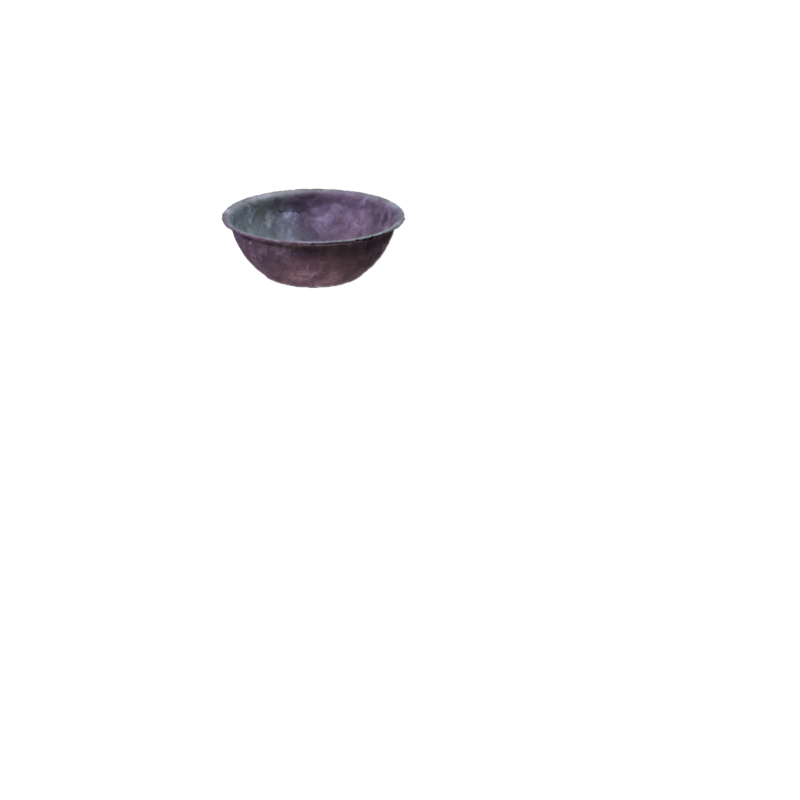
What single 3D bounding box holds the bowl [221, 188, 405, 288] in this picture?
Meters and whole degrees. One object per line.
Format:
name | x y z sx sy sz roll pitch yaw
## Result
bowl | -0.077 -0.141 0.988 0.162 0.052 0.170 -1 25 -2
